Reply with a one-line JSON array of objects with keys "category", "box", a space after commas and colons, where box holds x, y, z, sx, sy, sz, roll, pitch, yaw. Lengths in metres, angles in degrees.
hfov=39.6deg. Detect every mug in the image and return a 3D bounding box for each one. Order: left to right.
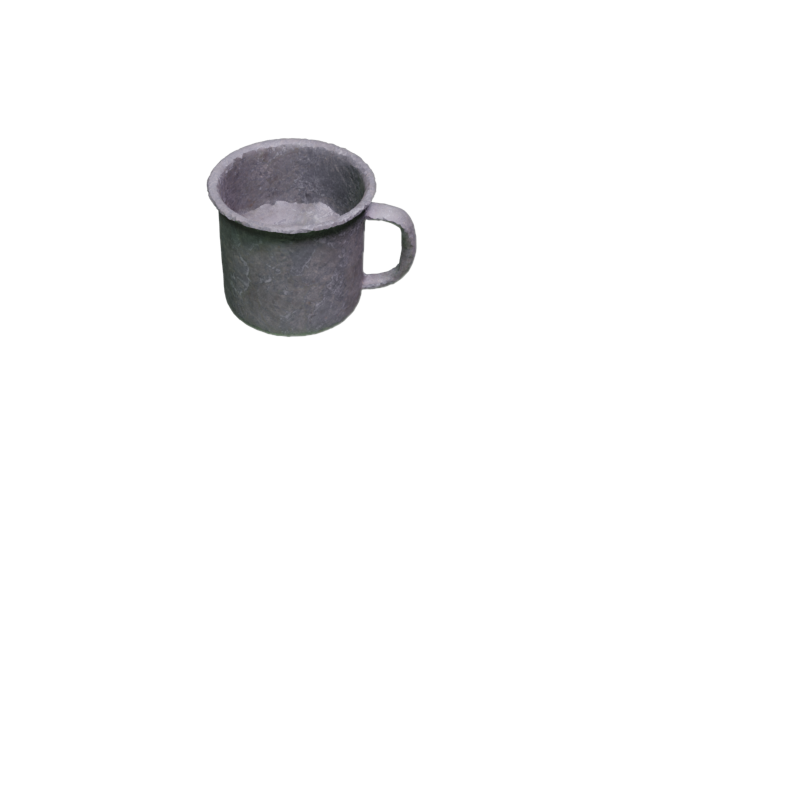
[{"category": "mug", "box": [-0.049, -0.090, 0.630, 0.118, 0.076, 0.099, 3, 40, 3]}]
